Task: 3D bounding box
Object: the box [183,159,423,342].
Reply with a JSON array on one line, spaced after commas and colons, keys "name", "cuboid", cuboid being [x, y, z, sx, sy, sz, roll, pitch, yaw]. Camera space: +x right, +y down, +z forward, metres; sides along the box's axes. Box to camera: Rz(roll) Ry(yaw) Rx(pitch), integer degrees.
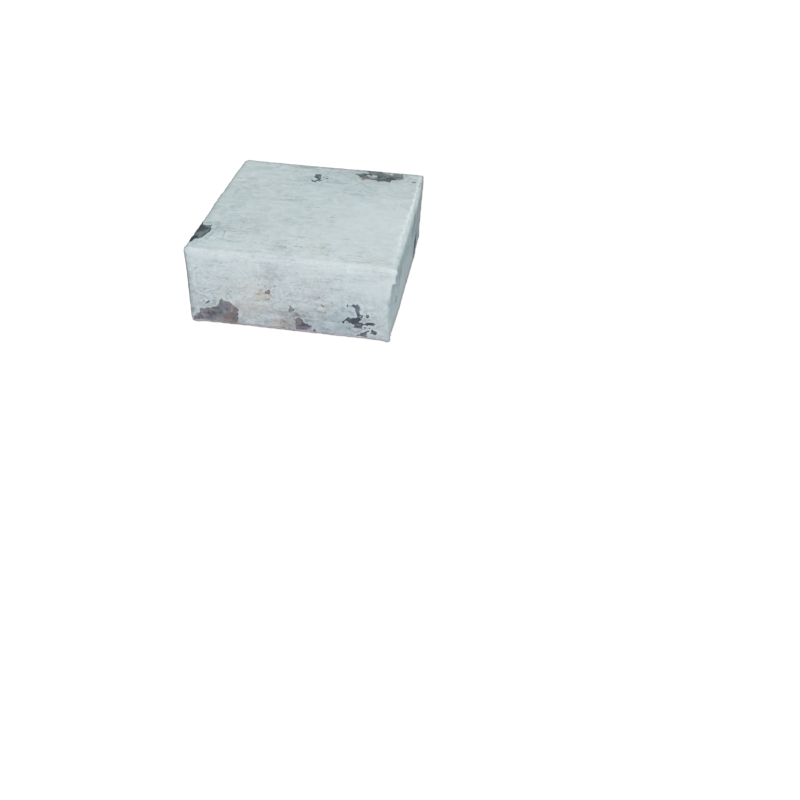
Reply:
[{"name": "box", "cuboid": [-0.040, -0.072, 0.503, 0.091, 0.037, 0.119, 5, 32, 7]}]
